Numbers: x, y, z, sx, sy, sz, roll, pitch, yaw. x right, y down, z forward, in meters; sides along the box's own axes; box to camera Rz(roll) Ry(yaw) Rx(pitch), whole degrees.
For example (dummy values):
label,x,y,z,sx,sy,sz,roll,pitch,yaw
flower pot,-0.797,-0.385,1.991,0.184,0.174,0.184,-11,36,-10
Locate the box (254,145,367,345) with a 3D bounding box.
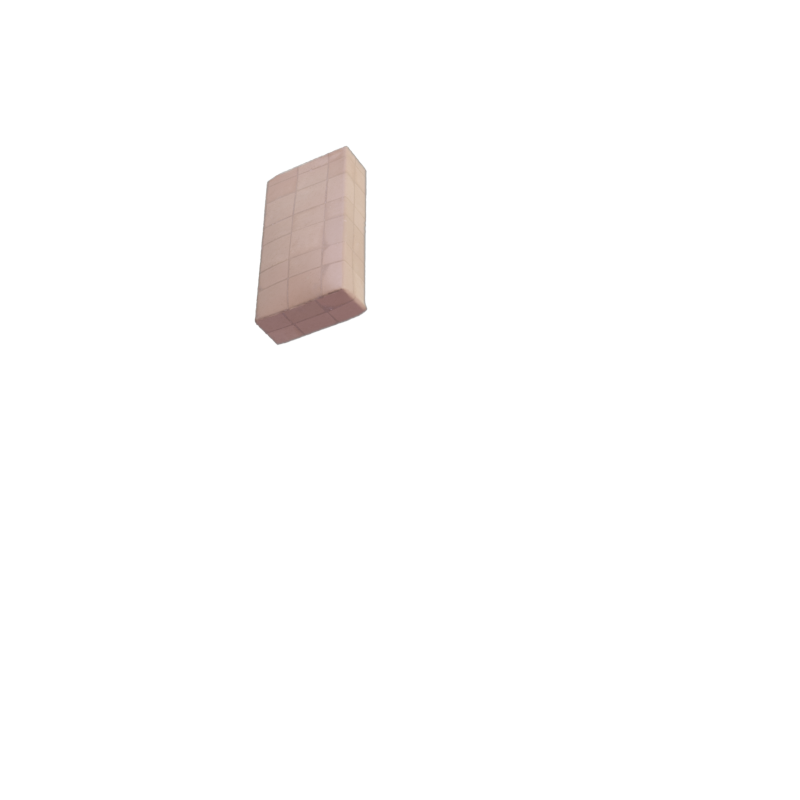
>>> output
label,x,y,z,sx,sy,sz,roll,pitch,yaw
box,-0.078,-0.142,0.997,0.094,0.189,0.044,-20,-41,22
